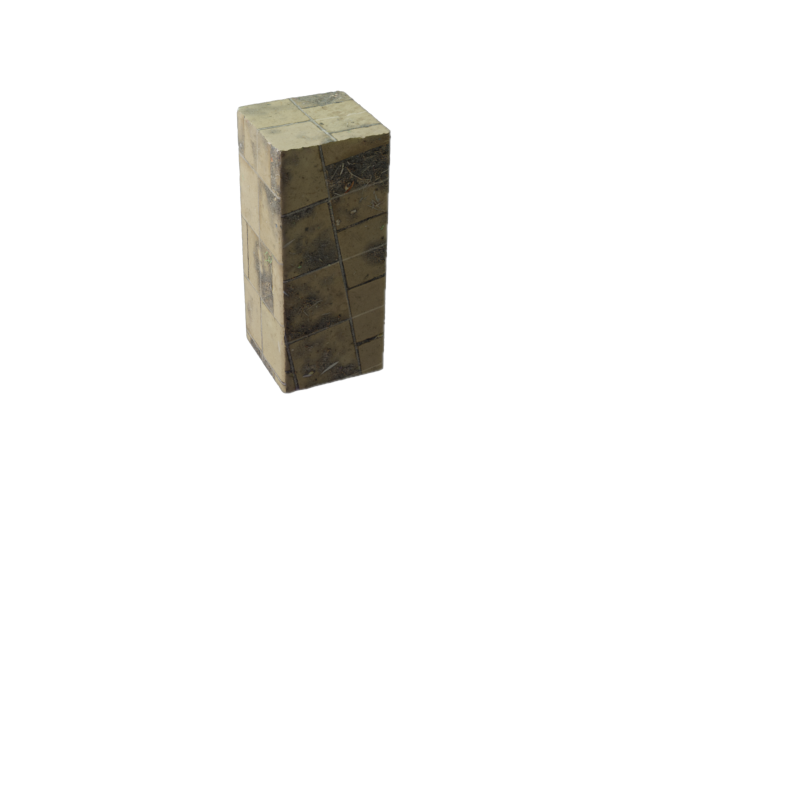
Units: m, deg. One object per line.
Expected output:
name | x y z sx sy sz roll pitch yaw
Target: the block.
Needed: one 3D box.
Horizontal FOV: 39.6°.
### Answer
block | -0.068 -0.122 0.855 0.089 0.194 0.098 -12 35 -22
